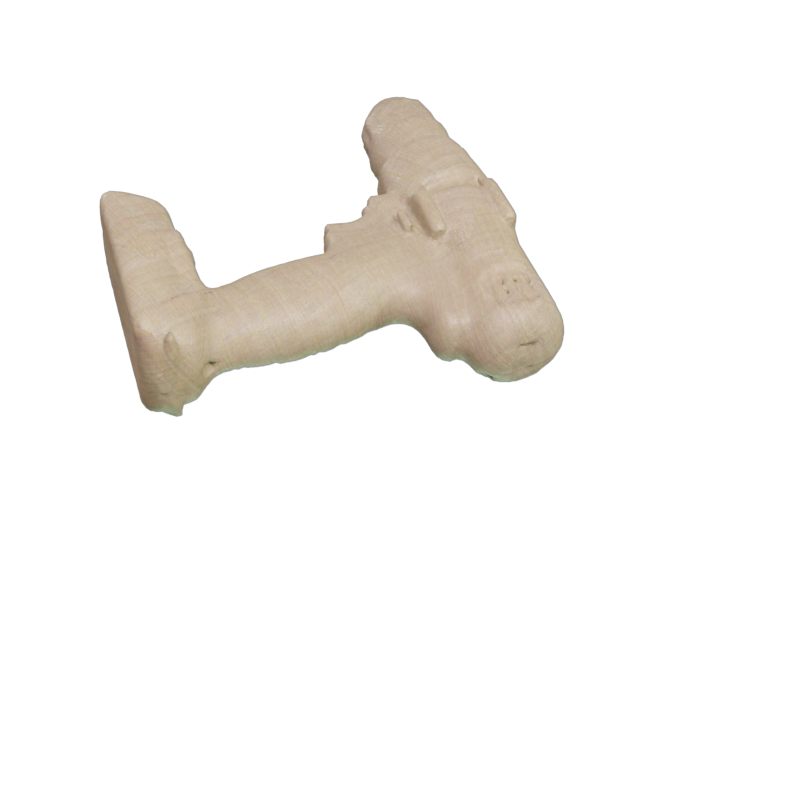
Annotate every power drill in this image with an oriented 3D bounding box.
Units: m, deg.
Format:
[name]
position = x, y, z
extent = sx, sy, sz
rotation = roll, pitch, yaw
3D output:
[power drill]
position = -0.040, -0.074, 0.515
extent = 0.186, 0.053, 0.200
rotation = -13, 46, -13
